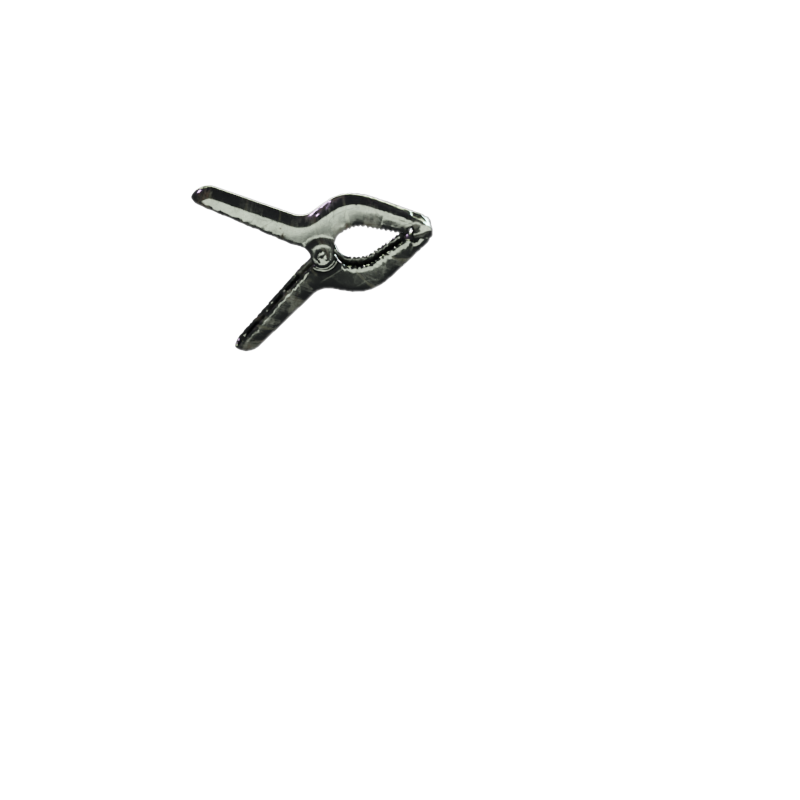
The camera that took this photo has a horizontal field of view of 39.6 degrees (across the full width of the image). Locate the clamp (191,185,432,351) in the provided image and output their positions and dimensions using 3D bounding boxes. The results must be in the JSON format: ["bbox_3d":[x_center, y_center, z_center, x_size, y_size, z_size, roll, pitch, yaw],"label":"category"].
[{"bbox_3d":[-0.078,-0.143,0.999,0.211,0.155,0.038,-17,24,8],"label":"clamp"}]
